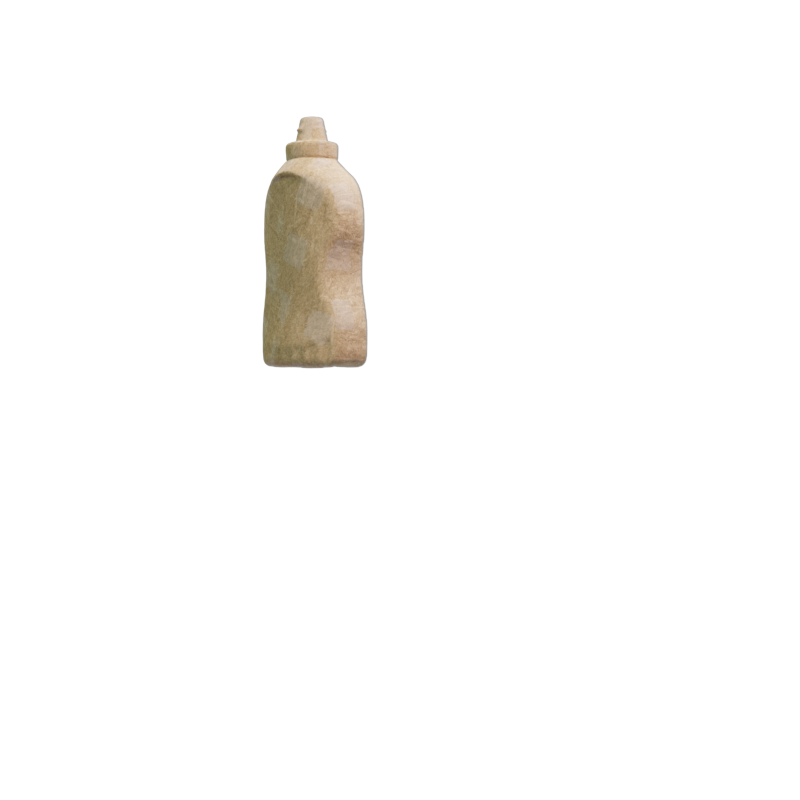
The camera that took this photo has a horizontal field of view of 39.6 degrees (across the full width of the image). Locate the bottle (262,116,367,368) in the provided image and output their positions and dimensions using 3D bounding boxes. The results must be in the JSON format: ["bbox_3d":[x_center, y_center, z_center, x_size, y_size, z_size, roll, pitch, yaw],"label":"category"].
[{"bbox_3d":[-0.067,-0.121,0.850,0.056,0.194,0.099,3,-5,-38],"label":"bottle"}]
